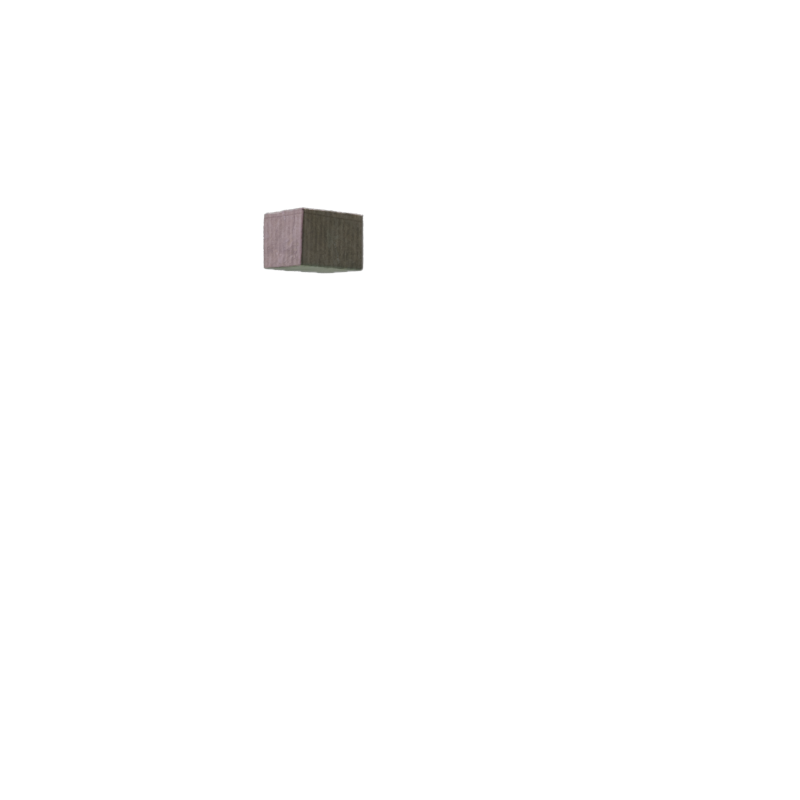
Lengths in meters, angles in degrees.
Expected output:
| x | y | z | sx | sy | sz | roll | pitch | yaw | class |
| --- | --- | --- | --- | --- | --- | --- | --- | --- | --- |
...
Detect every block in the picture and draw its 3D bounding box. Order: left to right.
| x | y | z | sx | sy | sz | roll | pitch | yaw | class |
| --- | --- | --- | --- | --- | --- | --- | --- | --- | --- |
| -0.077 | -0.141 | 0.988 | 0.055 | 0.052 | 0.075 | -1 | -1 | 44 | block |
